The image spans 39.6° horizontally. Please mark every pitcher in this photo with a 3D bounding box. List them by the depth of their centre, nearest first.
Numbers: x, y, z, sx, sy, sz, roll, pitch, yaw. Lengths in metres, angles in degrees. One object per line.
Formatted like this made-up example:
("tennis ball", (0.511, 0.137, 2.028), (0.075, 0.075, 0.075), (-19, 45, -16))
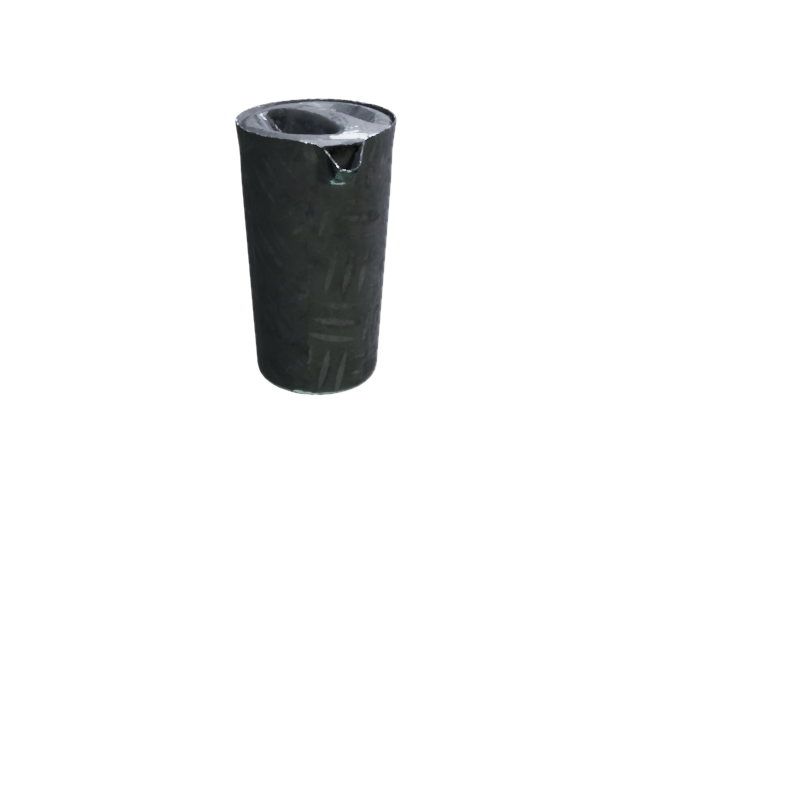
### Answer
("pitcher", (-0.076, -0.138, 0.966), (0.150, 0.231, 0.152), (11, 26, 21))
